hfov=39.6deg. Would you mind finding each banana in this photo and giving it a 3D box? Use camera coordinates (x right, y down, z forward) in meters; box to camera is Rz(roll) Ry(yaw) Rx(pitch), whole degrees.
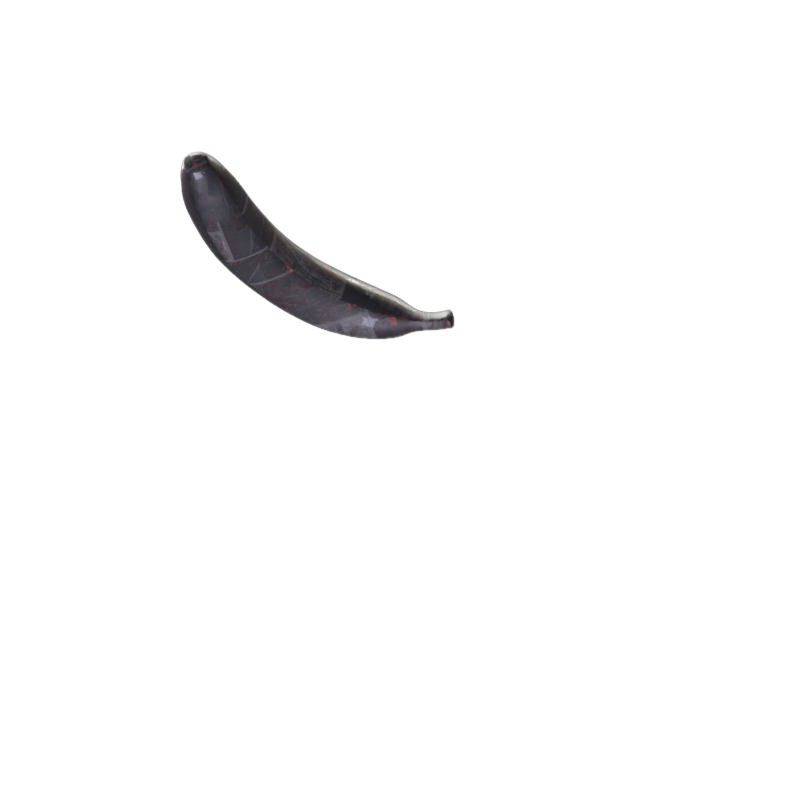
[{"bbox_3d":[-0.059,-0.081,0.643,0.186,0.039,0.069,28,-47,-31],"label":"banana"}]
